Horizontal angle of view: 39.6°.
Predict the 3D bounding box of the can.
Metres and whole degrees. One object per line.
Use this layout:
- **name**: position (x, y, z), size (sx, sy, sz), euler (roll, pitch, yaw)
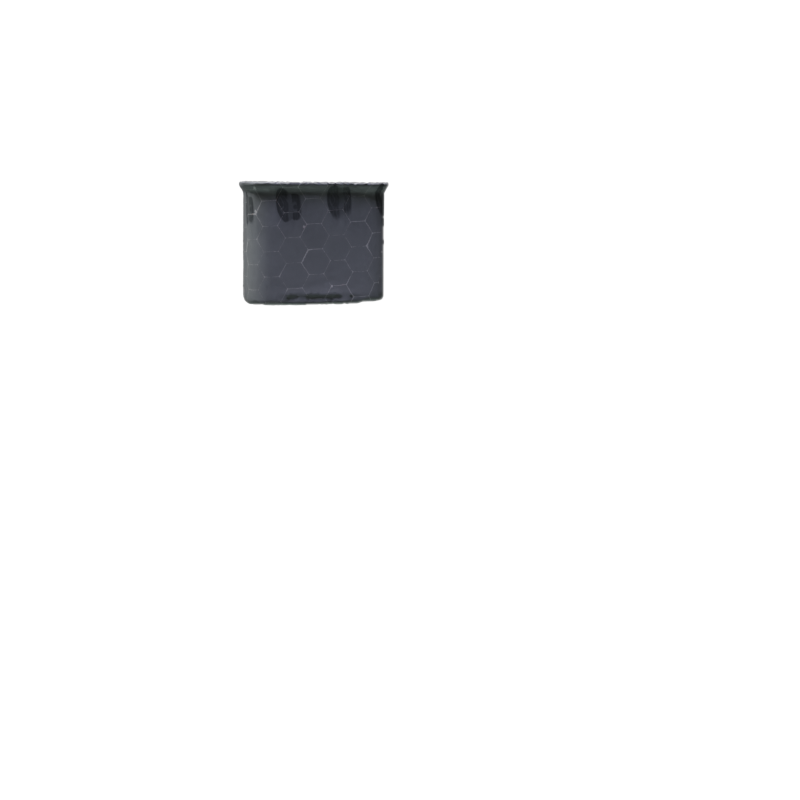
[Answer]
- **can**: position (-0.060, -0.110, 0.772), size (0.100, 0.083, 0.059), euler (-1, 5, -12)
